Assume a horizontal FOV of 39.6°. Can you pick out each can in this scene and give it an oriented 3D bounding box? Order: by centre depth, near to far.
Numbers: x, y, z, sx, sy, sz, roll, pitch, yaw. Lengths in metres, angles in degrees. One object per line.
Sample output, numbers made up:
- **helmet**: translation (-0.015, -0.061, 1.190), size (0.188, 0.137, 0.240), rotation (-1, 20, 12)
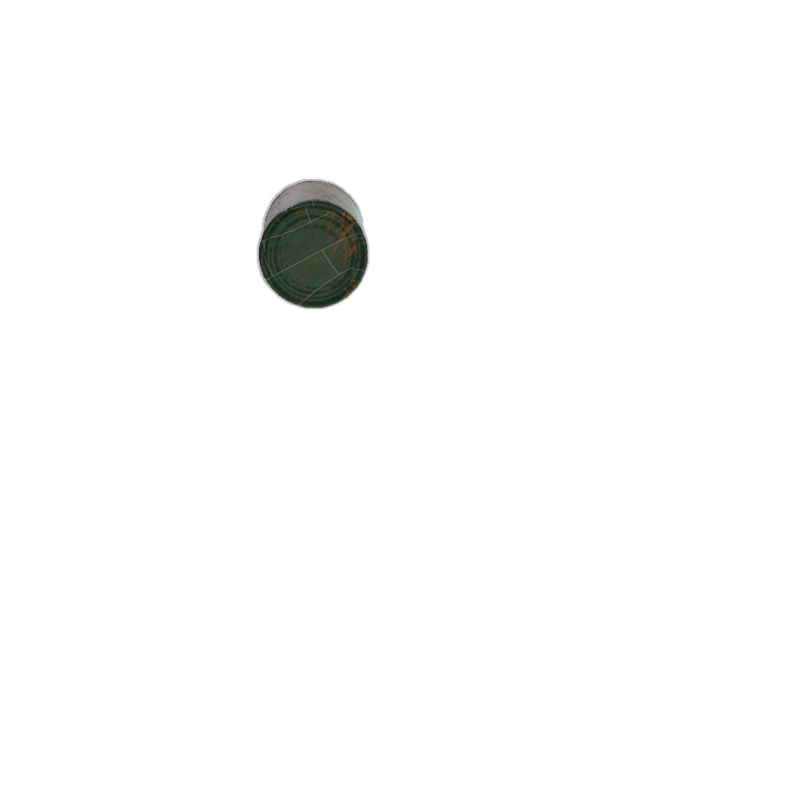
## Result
- **can**: translation (-0.055, -0.101, 0.709), size (0.068, 0.067, 0.106), rotation (0, 15, -3)
